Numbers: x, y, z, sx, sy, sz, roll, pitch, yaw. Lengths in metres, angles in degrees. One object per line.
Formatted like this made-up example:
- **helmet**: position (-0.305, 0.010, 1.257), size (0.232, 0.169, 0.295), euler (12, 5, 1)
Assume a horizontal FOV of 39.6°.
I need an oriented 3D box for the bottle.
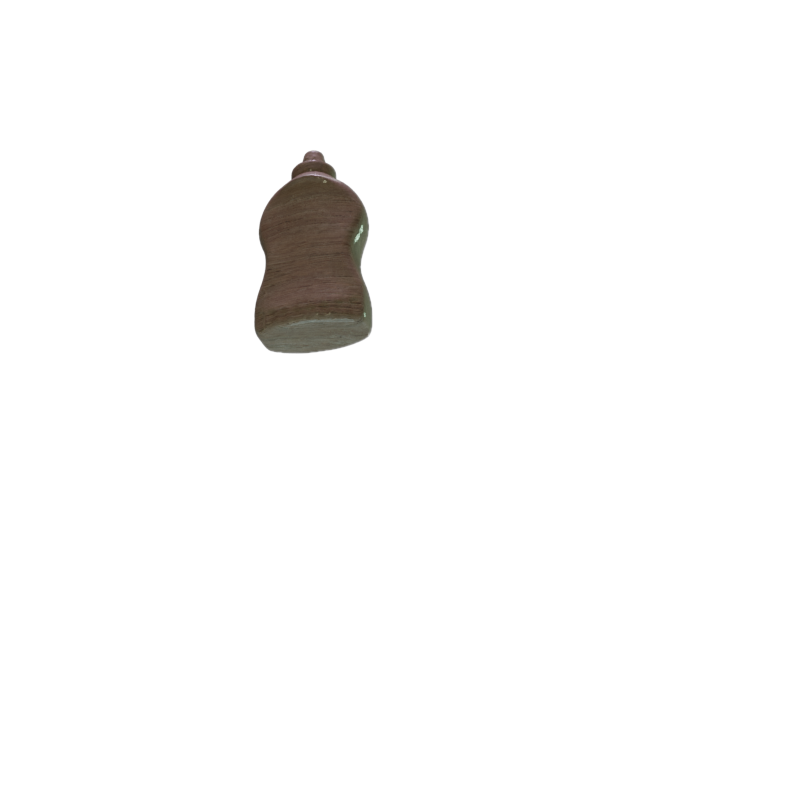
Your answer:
- **bottle**: position (-0.075, -0.137, 0.963), size (0.097, 0.204, 0.054), euler (-10, -32, 13)
